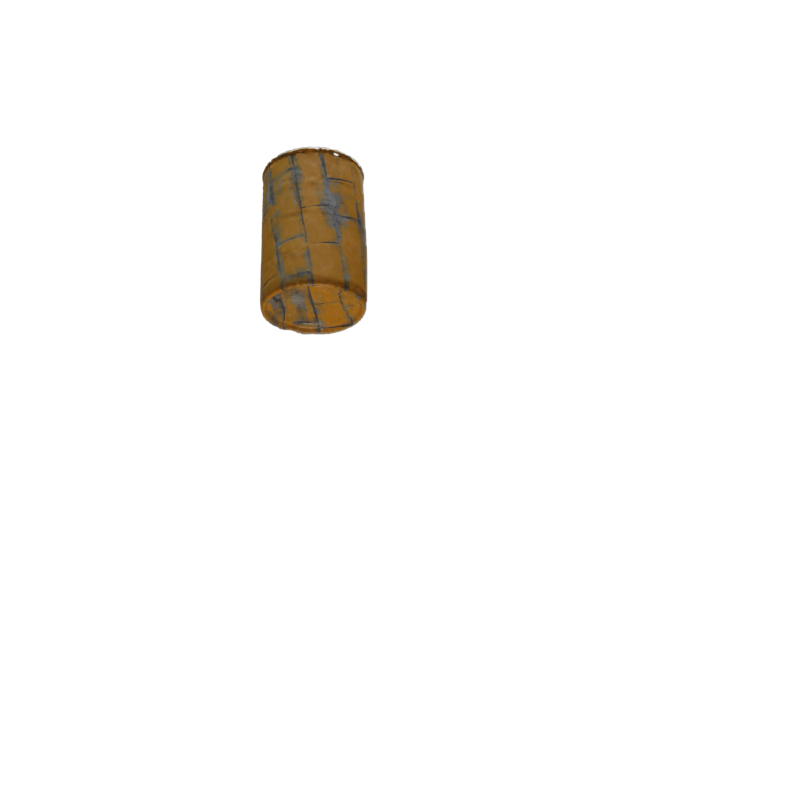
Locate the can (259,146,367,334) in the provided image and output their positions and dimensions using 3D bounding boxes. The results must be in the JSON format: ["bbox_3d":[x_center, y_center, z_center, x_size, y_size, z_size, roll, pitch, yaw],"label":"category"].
[{"bbox_3d":[-0.056,-0.101,0.710,0.068,0.109,0.064,0,-29,-2],"label":"can"}]
